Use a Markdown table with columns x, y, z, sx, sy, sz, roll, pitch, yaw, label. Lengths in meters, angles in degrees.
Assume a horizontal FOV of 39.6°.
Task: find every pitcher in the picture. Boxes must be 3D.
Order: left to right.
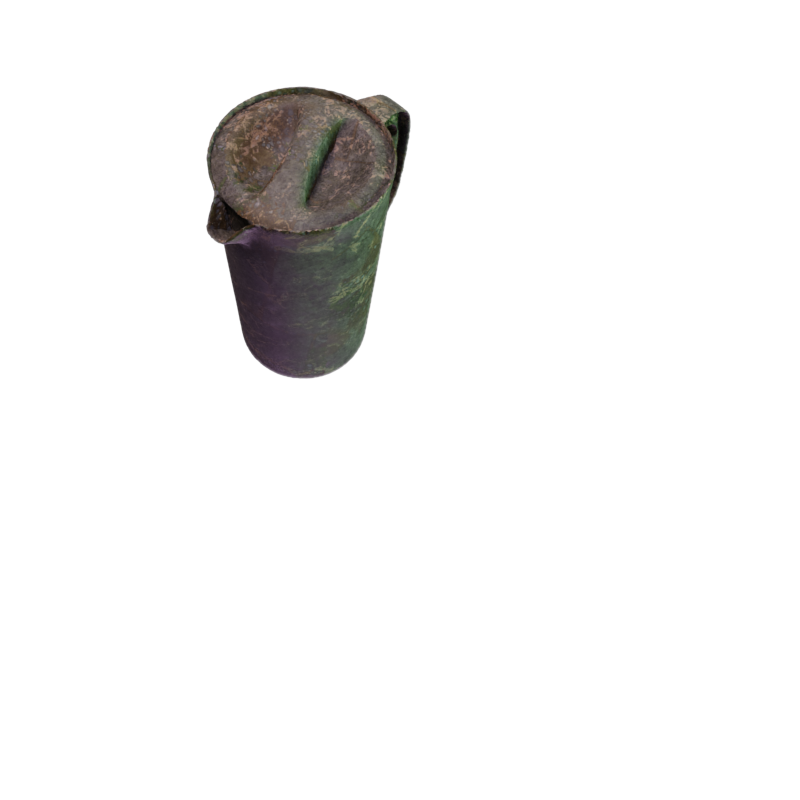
| x | y | z | sx | sy | sz | roll | pitch | yaw | label |
| --- | --- | --- | --- | --- | --- | --- | --- | --- | --- |
| -0.068 | -0.124 | 0.872 | 0.149 | 0.155 | 0.228 | 0 | -30 | -3 | pitcher |
